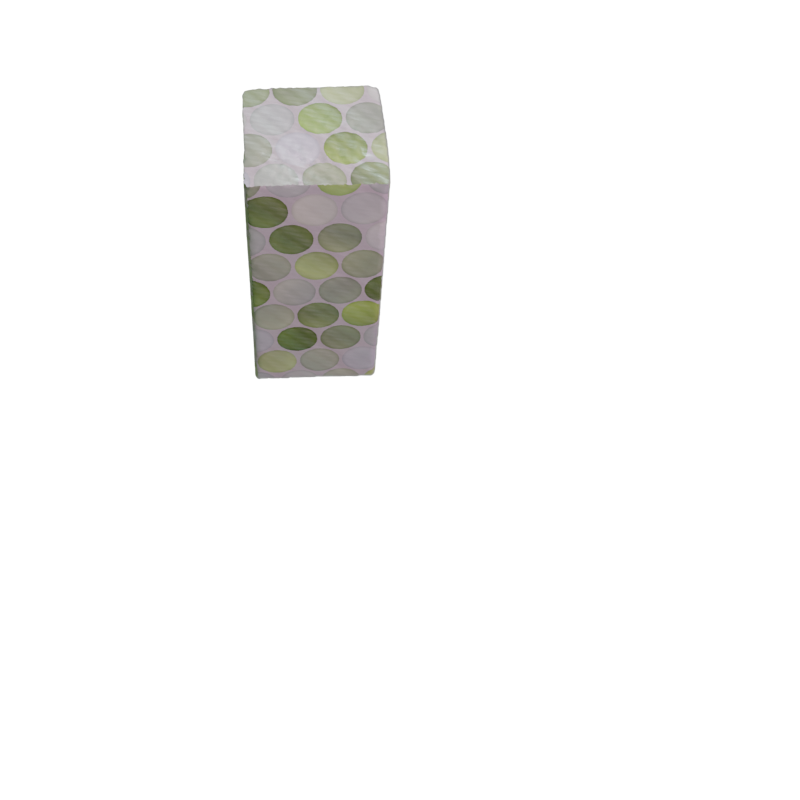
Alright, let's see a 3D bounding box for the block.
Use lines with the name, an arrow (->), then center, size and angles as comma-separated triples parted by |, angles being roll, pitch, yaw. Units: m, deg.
block -> -0.060, -0.110, 0.767 | 0.090, 0.097, 0.193 | -2, -36, -5
